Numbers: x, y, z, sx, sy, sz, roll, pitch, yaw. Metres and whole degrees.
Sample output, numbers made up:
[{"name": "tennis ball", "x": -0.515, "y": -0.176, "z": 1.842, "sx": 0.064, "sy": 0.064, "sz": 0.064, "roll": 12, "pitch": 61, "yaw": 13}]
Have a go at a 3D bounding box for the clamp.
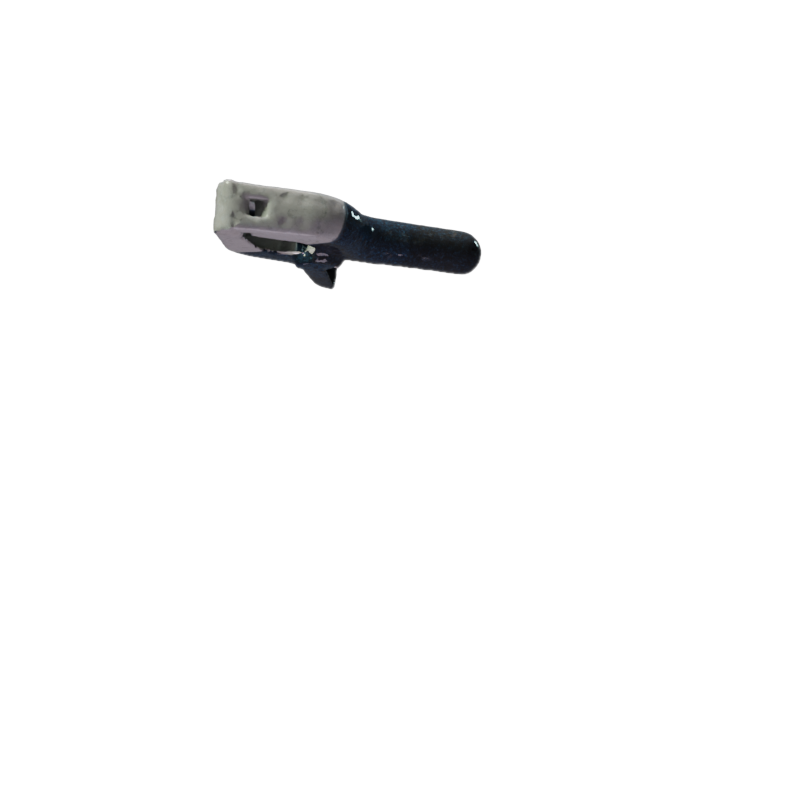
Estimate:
[{"name": "clamp", "x": -0.050, "y": -0.091, "z": 0.637, "sx": 0.162, "sy": 0.041, "sz": 0.122, "roll": 11, "pitch": -17, "yaw": -43}]
